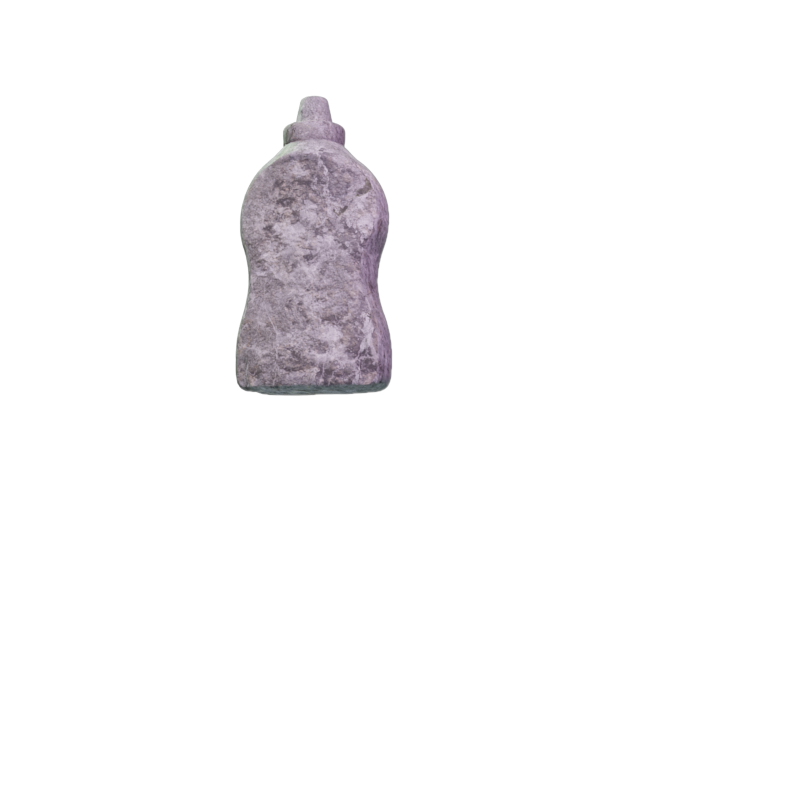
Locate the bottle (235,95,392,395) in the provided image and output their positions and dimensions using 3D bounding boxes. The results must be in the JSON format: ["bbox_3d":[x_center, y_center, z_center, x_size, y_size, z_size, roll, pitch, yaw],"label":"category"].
[{"bbox_3d":[-0.055,-0.101,0.708,0.098,0.197,0.055,-5,-12,21],"label":"bottle"}]
